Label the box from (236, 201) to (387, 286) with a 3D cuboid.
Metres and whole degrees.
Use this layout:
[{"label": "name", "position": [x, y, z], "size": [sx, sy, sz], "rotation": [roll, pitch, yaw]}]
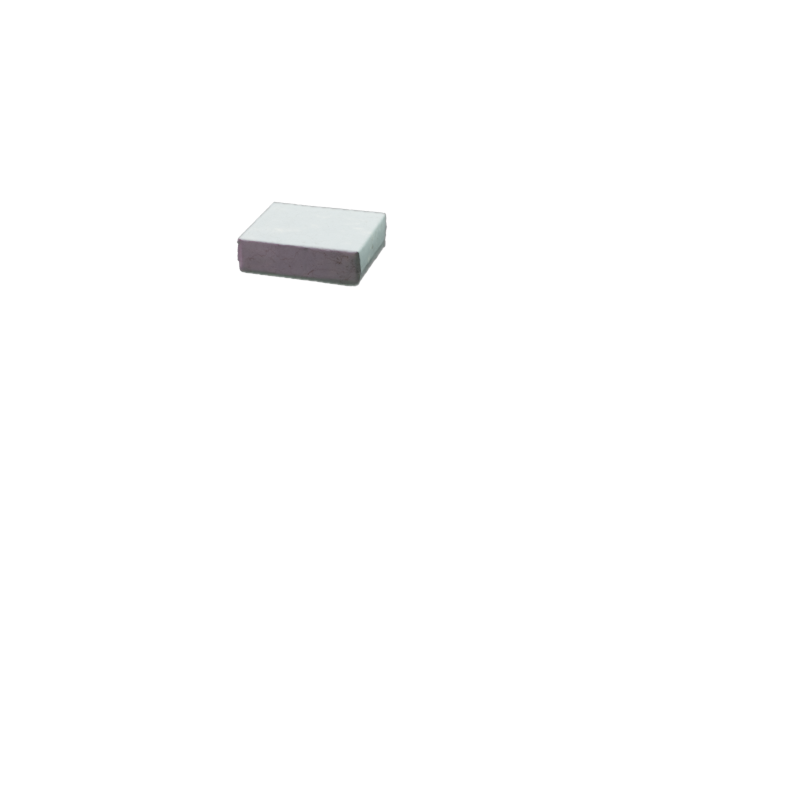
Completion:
[{"label": "box", "position": [-0.077, -0.141, 0.989], "size": [0.116, 0.037, 0.093], "rotation": [9, 32, 15]}]
